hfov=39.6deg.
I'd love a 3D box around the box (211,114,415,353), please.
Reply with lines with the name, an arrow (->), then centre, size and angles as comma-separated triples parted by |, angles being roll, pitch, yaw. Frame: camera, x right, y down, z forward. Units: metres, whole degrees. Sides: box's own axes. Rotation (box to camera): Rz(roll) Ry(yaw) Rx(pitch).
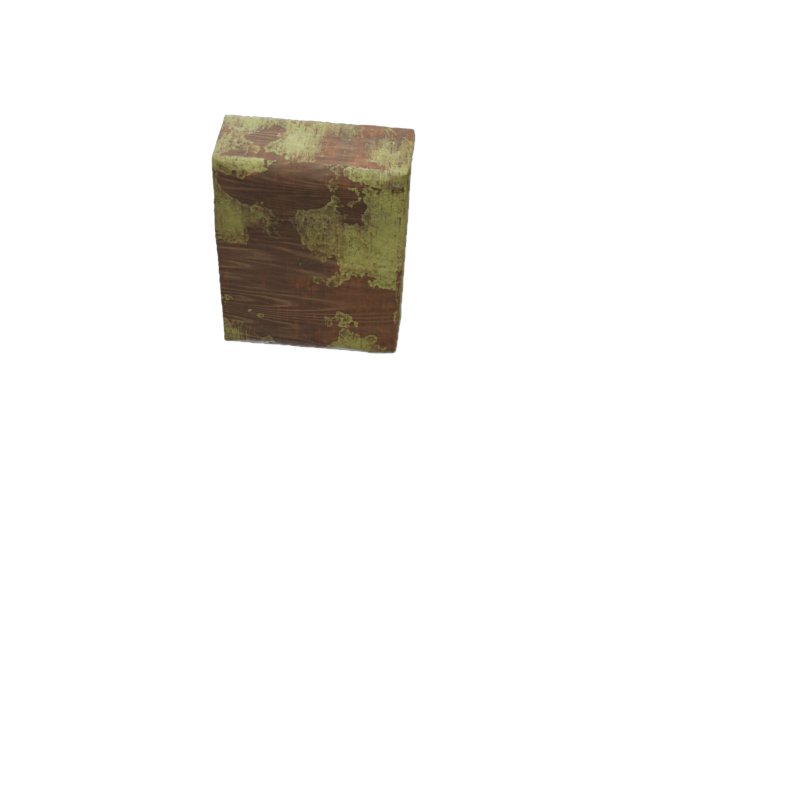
box -> -0.076, -0.139, 0.975 | 0.165, 0.199, 0.076 | 6, 45, 4
